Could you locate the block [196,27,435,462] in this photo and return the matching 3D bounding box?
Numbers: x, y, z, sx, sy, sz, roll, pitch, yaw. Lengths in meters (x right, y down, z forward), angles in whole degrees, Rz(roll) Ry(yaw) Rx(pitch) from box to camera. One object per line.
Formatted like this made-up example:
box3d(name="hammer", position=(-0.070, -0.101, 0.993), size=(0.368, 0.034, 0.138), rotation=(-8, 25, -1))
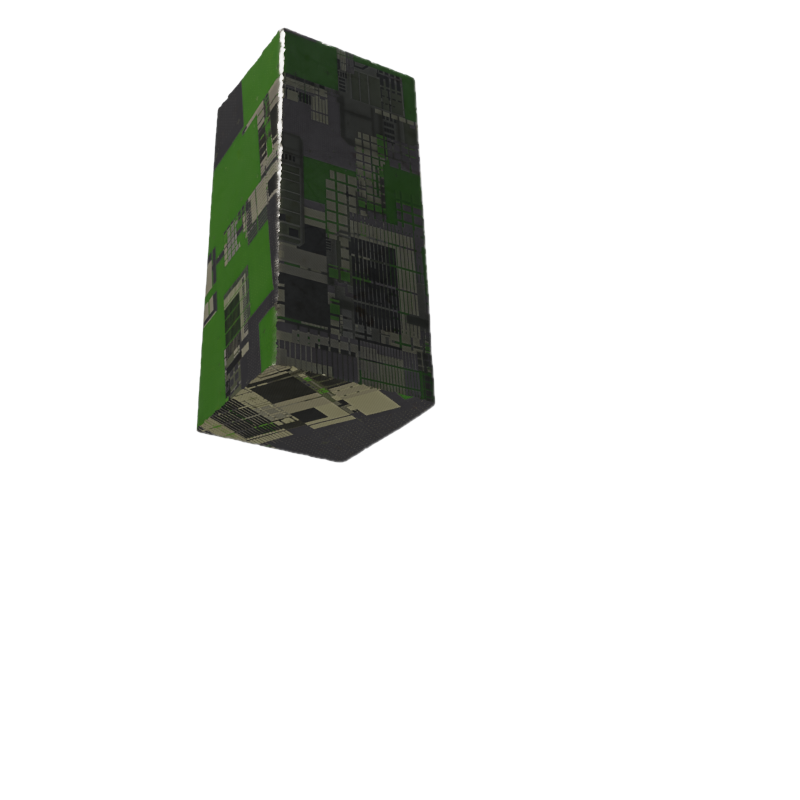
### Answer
box3d(name="block", position=(-0.047, -0.085, 0.599), size=(0.087, 0.220, 0.088), rotation=(16, -35, -28))
